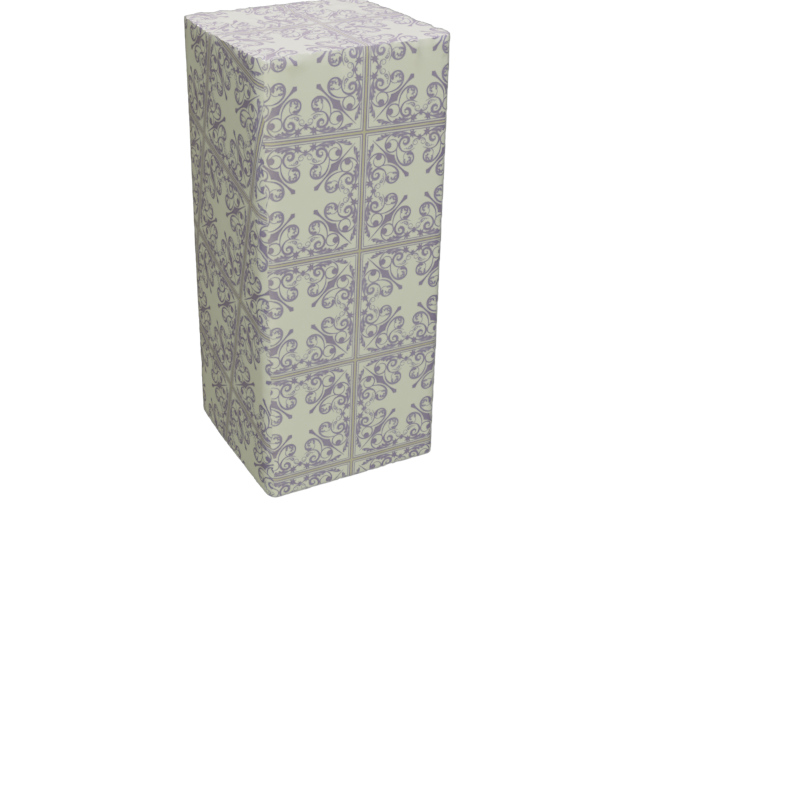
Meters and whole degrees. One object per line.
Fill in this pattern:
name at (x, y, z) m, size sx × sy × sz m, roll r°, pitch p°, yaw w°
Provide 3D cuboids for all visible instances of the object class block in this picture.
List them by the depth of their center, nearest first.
block at (-0.040, -0.073, 0.516) m, size 0.089 × 0.195 × 0.097 m, roll -12°, pitch 29°, yaw -26°
